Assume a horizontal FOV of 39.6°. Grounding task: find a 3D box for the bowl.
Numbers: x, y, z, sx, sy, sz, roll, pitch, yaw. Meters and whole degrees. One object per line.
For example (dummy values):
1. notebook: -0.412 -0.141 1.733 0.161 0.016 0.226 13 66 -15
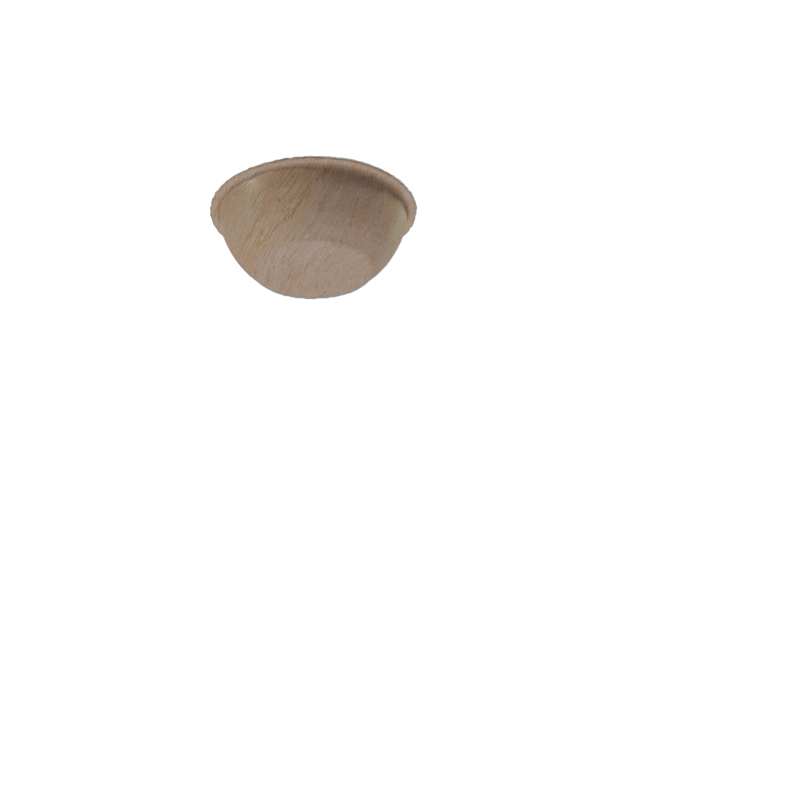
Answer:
1. bowl: -0.067 -0.122 0.855 0.162 0.058 0.153 1 -24 -2
